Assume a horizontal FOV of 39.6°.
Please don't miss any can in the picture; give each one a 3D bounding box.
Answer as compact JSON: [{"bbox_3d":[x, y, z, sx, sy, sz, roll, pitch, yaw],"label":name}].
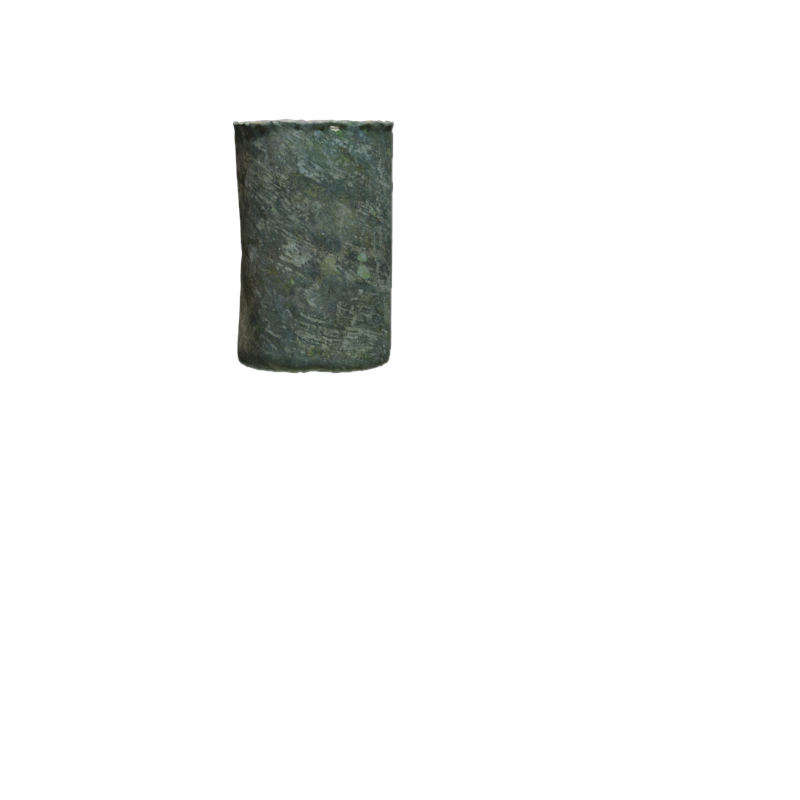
[{"bbox_3d":[-0.037,-0.067,0.471,0.068,0.101,0.070,0,7,-2],"label":"can"}]
